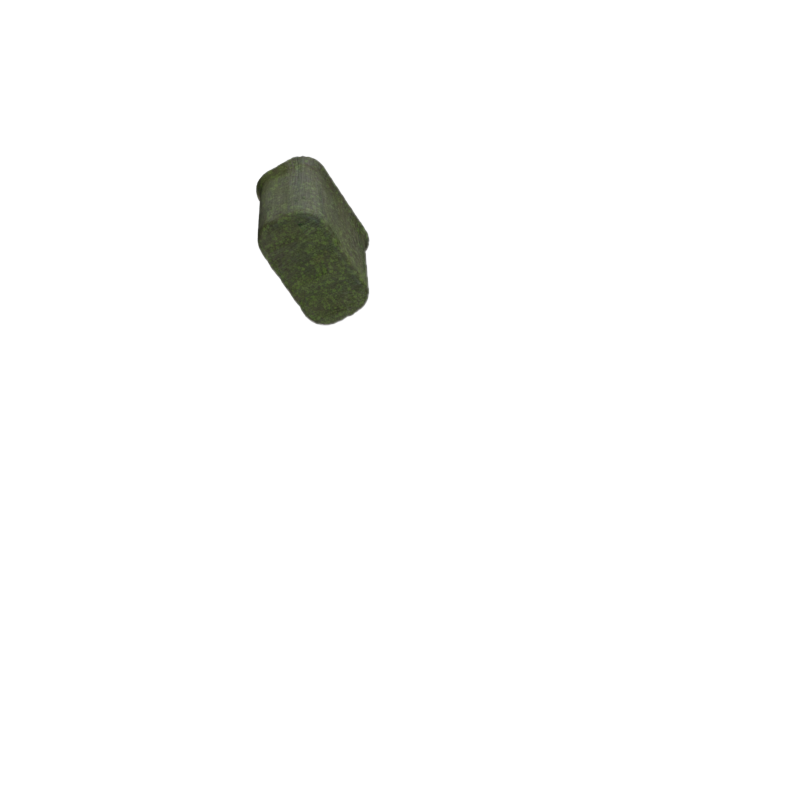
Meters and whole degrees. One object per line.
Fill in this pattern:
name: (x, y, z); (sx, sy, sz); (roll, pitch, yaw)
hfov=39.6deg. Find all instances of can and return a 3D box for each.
can: (-0.064, -0.118, 0.823); (0.057, 0.095, 0.089); (-27, 30, 15)
